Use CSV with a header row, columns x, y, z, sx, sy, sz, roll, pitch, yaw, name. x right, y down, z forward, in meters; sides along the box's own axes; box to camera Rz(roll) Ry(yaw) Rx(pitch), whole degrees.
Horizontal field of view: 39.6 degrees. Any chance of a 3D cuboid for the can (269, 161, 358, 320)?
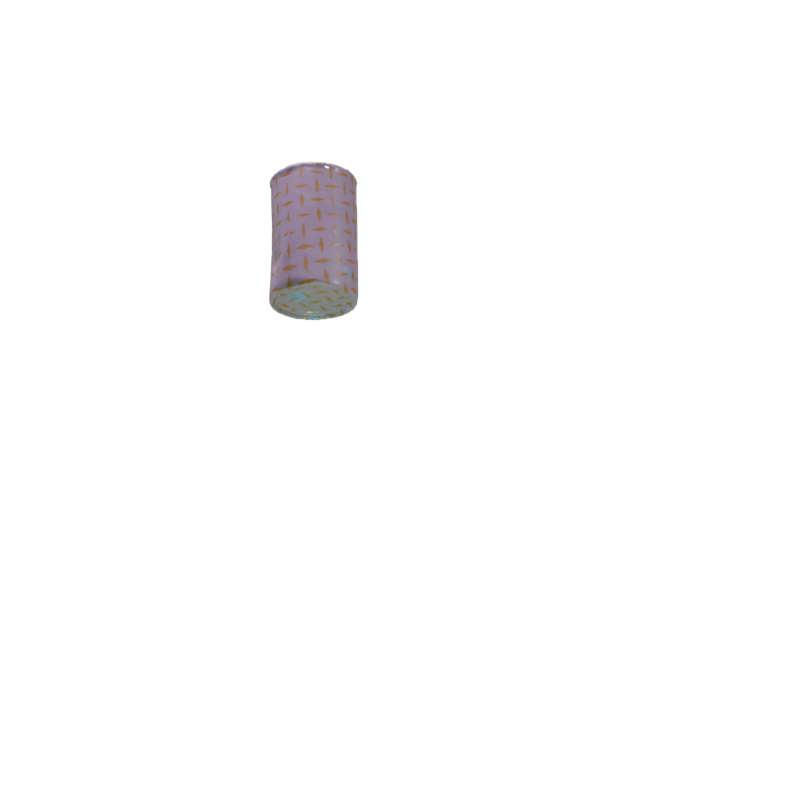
x,y,z,sx,sy,sz,roll,pitch,yaw,name
-0.066,-0.120,0.839,0.068,0.108,0.065,0,-24,-2,can
